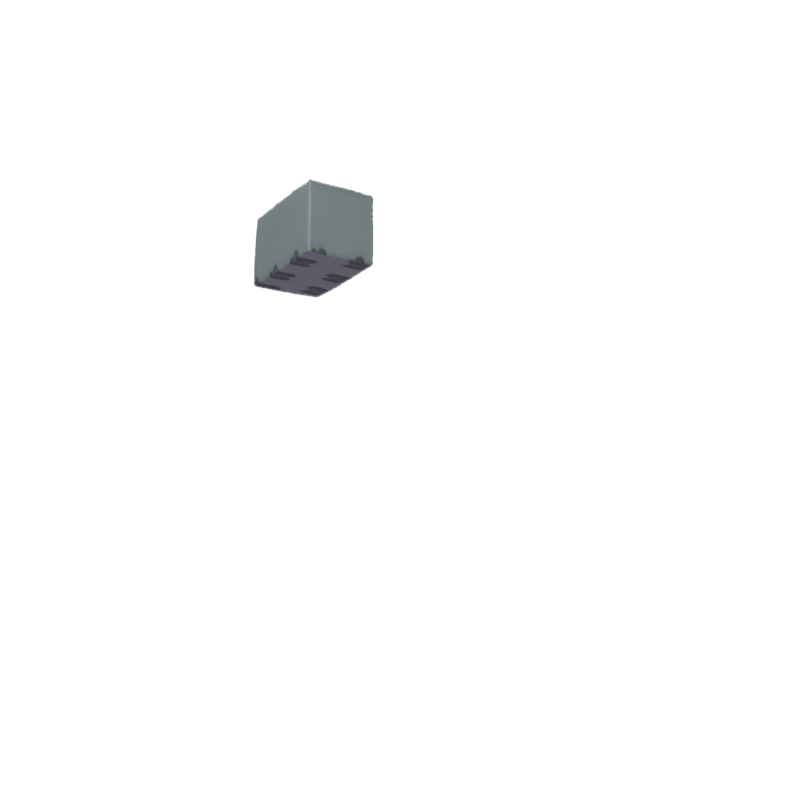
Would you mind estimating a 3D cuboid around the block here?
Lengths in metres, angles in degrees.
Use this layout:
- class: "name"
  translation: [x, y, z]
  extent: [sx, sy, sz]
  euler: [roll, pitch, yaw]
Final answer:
- class: "block"
  translation: [-0.060, -0.109, 0.762]
  extent: [0.050, 0.054, 0.078]
  euler: [11, -21, -32]
